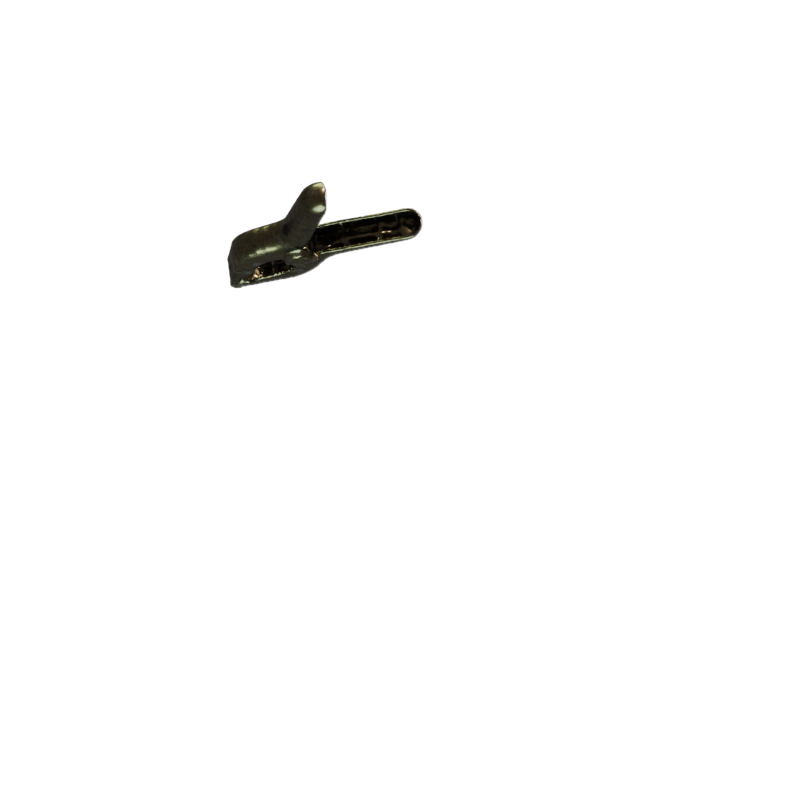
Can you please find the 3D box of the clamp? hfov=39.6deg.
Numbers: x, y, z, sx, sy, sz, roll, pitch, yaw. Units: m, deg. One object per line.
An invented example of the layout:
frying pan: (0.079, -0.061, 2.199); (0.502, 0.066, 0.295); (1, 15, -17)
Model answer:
clamp: (-0.069, -0.126, 0.885); (0.114, 0.041, 0.173); (12, -19, -37)
